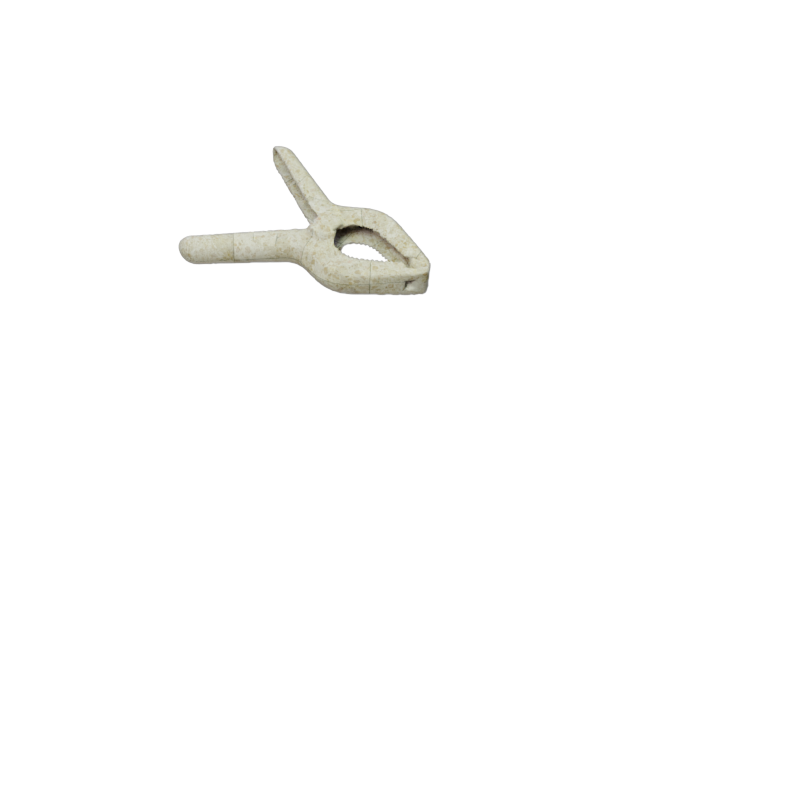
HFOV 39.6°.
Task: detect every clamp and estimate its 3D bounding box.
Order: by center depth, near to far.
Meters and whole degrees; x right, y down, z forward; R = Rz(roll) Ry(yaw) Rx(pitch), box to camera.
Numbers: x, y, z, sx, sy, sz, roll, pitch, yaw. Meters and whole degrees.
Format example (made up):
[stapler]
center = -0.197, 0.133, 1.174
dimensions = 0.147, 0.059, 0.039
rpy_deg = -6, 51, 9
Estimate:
[clamp]
center = -0.075, -0.137, 0.963
dimensions = 0.221, 0.034, 0.168
rpy_deg = 29, 54, 23
